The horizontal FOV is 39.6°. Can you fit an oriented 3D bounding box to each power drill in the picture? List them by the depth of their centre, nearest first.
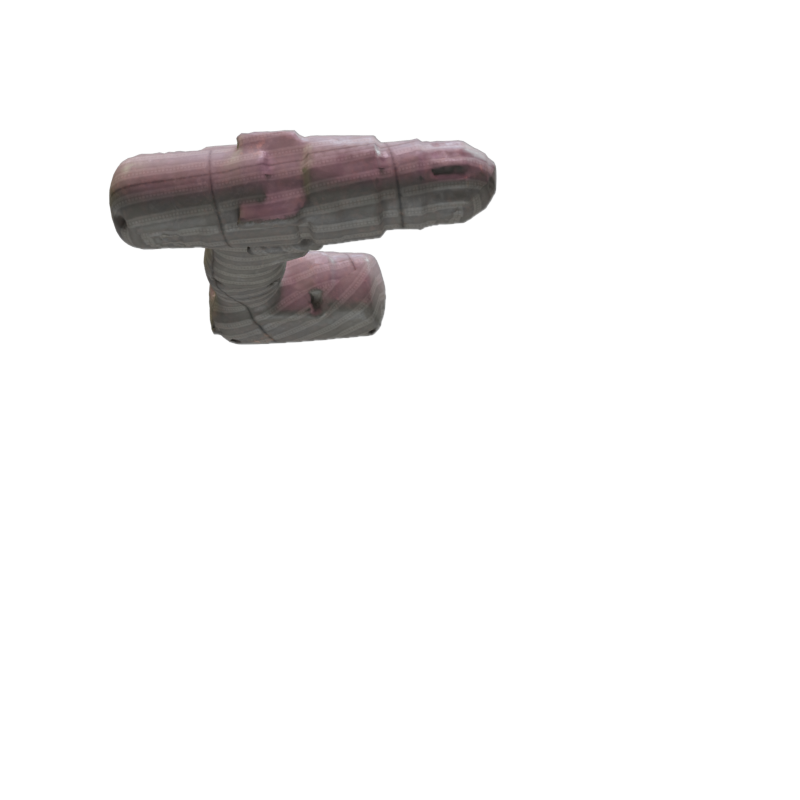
[{"bbox_3d":[-0.046,-0.085,0.594,0.185,0.060,0.179,-1,-17,2],"label":"power drill"}]
